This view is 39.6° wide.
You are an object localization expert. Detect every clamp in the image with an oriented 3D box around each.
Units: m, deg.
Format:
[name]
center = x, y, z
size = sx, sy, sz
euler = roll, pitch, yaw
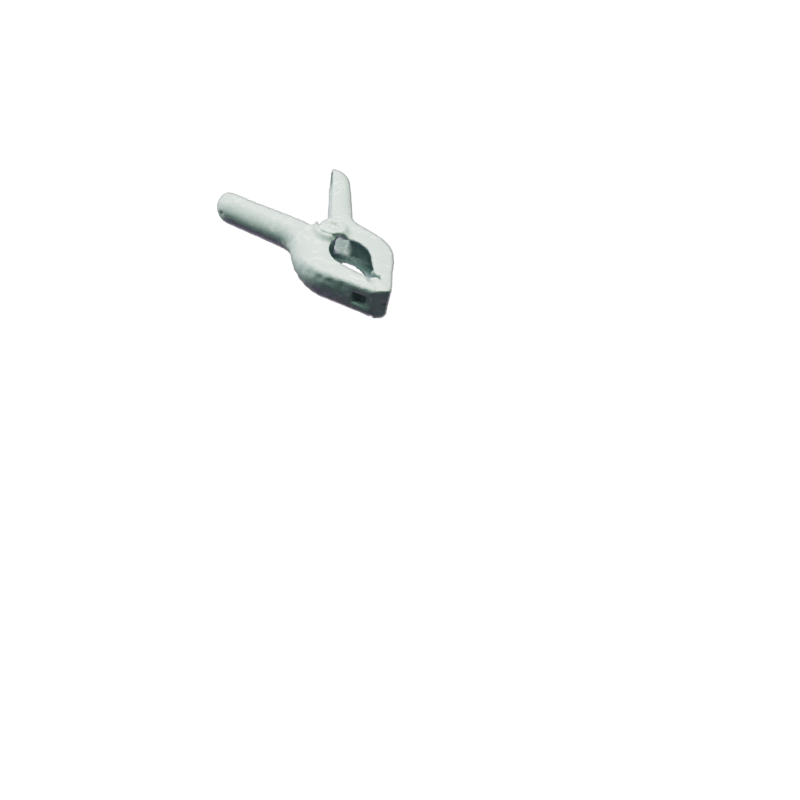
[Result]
[clamp]
center = -0.068, -0.125, 0.874
size = 0.119, 0.037, 0.186
euler = -15, 43, -17
